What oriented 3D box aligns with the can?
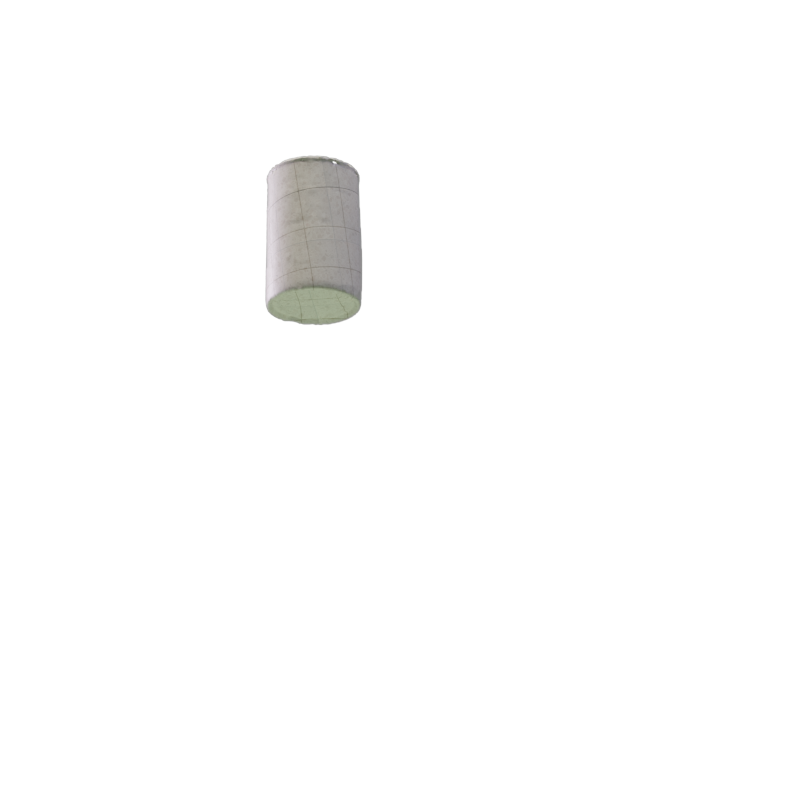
[{"bbox_3d":[-0.061,-0.112,0.783,0.068,0.108,0.065,0,-23,-2],"label":"can"}]
